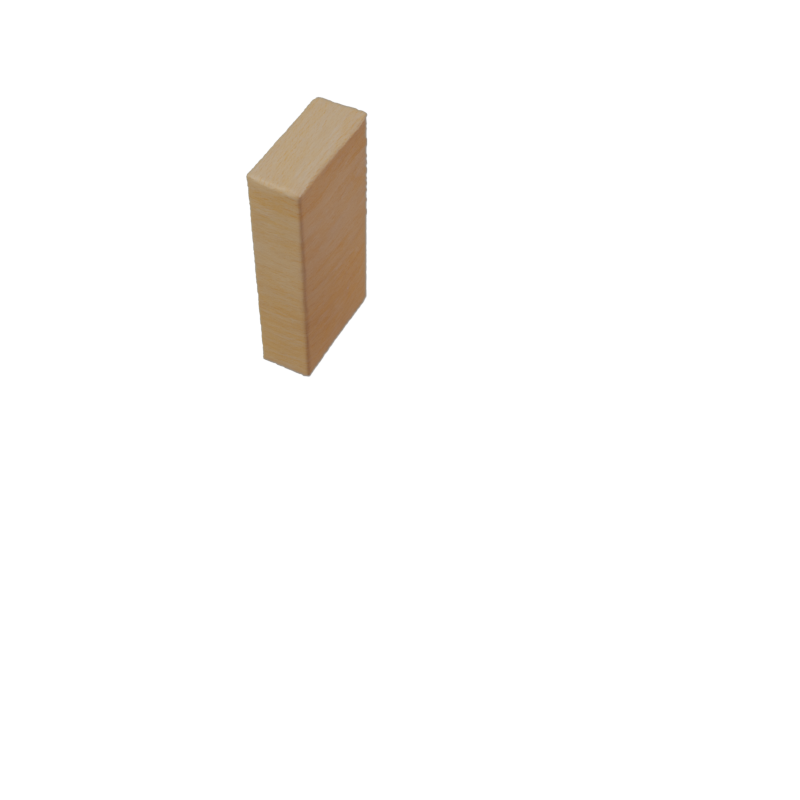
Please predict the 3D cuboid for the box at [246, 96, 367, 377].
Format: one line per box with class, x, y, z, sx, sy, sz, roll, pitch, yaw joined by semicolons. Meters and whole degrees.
box;-0.059;-0.108;0.756;0.050;0.097;0.164;22;-37;14
